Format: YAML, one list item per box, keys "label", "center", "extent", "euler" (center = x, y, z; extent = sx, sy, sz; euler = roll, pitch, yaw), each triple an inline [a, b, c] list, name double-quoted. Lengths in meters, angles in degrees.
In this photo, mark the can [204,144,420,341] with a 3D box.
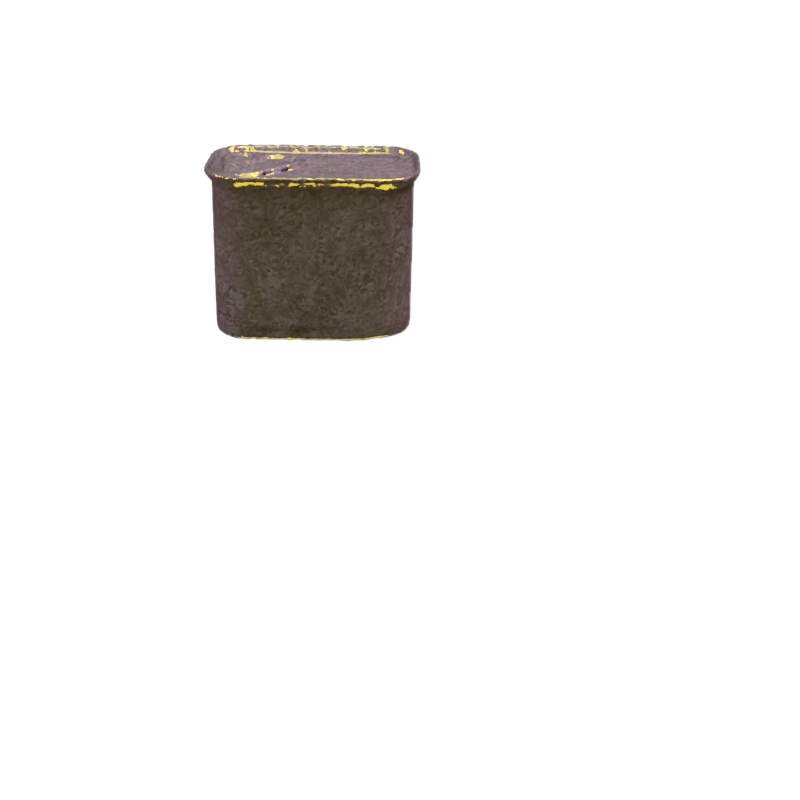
- label: "can"
  center: [-0.043, -0.078, 0.544]
  extent: [0.102, 0.080, 0.060]
  euler: [1, 24, 2]
